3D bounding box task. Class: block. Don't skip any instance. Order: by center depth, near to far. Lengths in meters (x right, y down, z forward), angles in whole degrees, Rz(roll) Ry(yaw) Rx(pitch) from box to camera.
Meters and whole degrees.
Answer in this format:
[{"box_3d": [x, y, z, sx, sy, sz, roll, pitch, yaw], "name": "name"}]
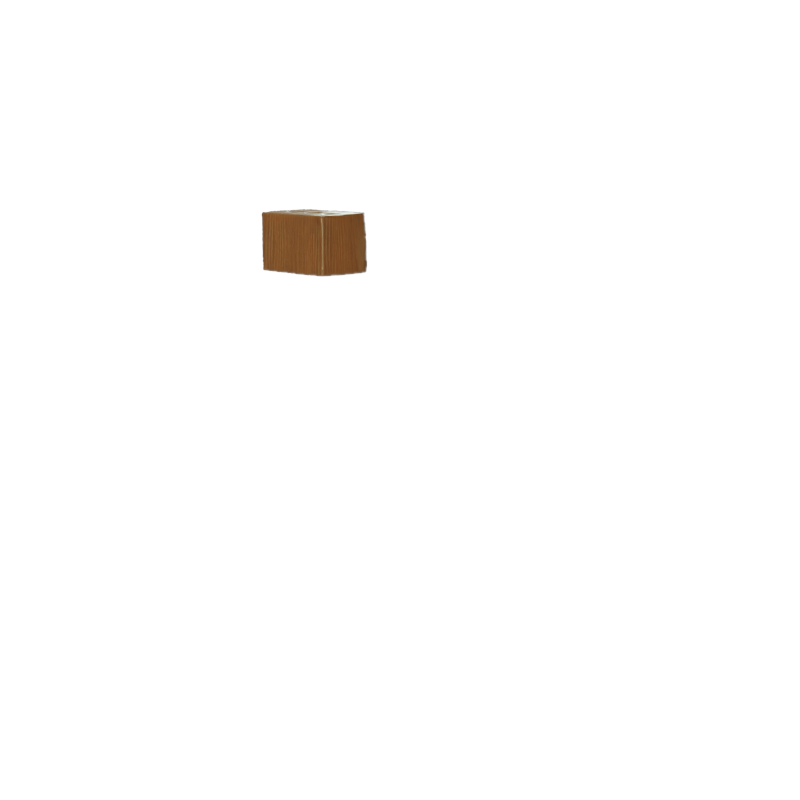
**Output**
[{"box_3d": [-0.074, -0.134, 0.942, 0.082, 0.050, 0.051, 10, 13, 43], "name": "block"}]
